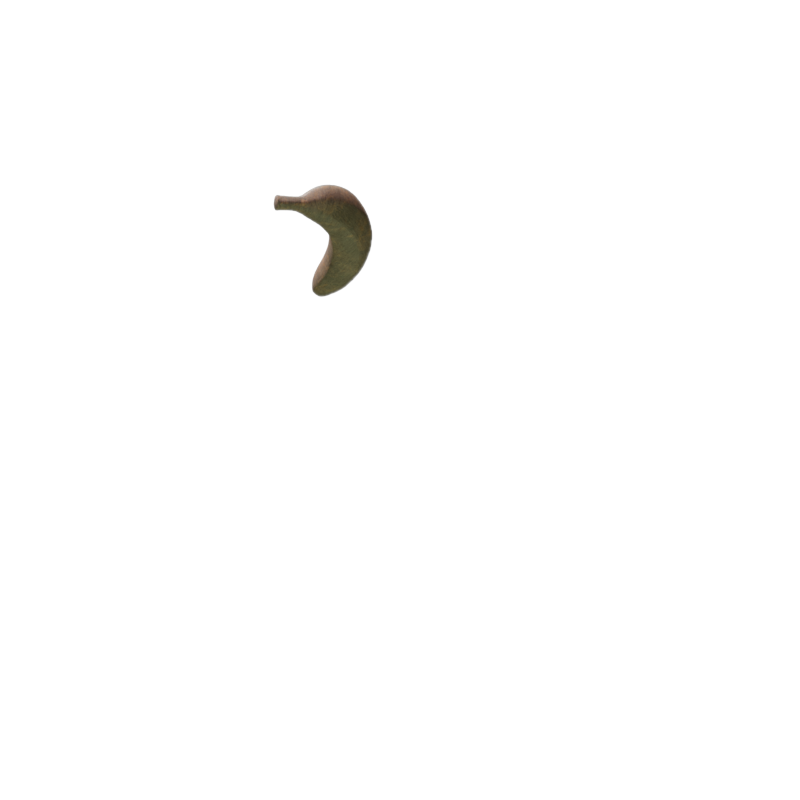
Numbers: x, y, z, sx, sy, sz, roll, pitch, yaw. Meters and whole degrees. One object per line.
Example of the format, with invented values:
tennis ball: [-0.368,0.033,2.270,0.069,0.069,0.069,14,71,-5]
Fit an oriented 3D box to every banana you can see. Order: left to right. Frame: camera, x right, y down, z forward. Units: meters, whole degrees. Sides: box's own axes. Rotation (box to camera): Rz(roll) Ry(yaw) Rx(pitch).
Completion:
banana: [-0.058,-0.141,0.964,0.070,0.039,0.186,-3,-20,6]
